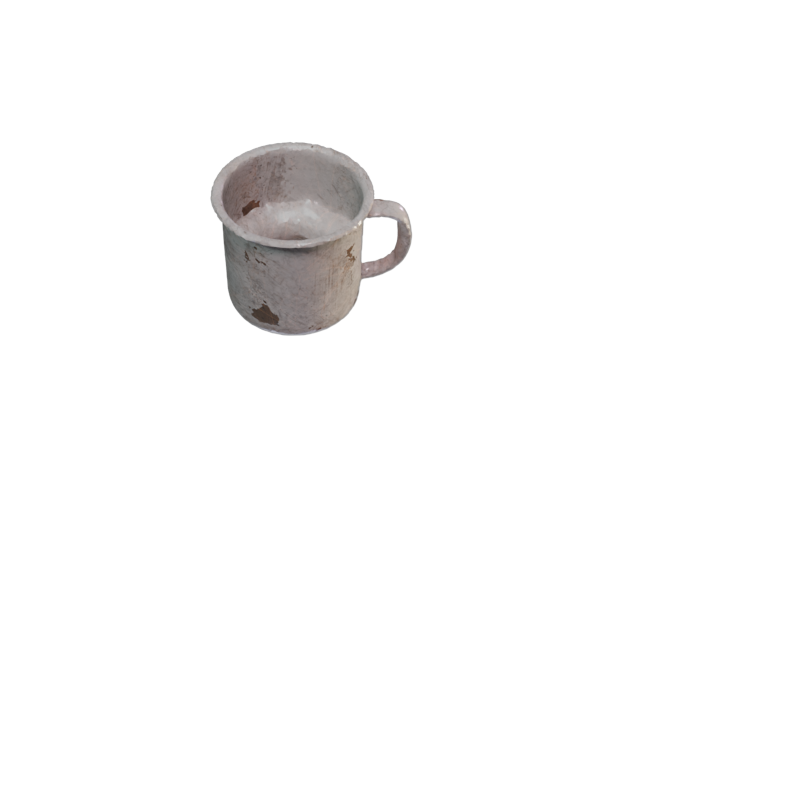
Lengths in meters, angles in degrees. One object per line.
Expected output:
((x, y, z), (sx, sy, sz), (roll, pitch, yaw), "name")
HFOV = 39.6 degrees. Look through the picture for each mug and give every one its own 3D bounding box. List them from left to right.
((-0.052, -0.094, 0.658), (0.116, 0.101, 0.076), (-5, -43, -6), "mug")
